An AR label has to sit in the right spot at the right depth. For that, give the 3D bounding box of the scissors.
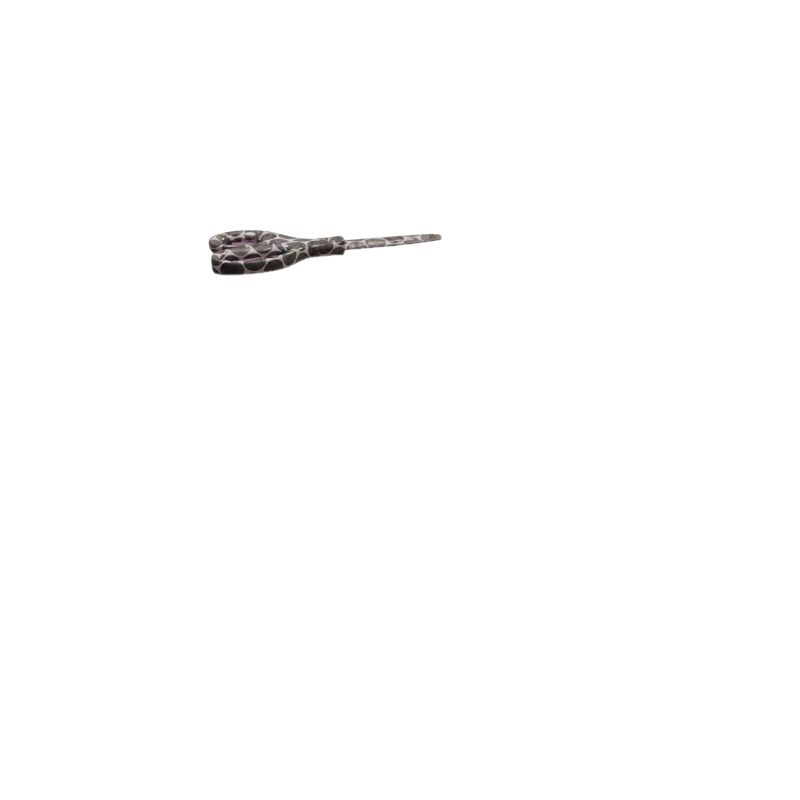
[{"bbox_3d":[-0.073,-0.134,0.938,0.198,0.015,0.103,-15,28,-30],"label":"scissors"}]
